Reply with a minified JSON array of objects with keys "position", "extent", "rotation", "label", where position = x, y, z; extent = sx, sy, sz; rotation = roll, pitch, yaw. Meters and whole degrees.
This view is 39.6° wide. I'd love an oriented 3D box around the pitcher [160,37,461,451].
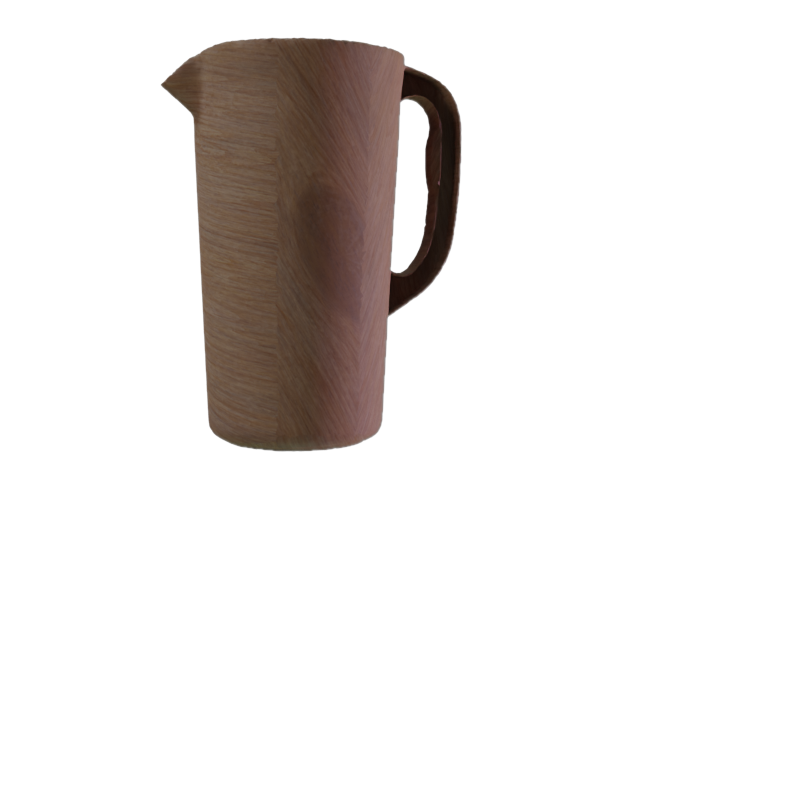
[{"position":[-0.054,-0.098,0.688],"extent":[0.154,0.242,0.141],"rotation":[2,3,27],"label":"pitcher"}]
